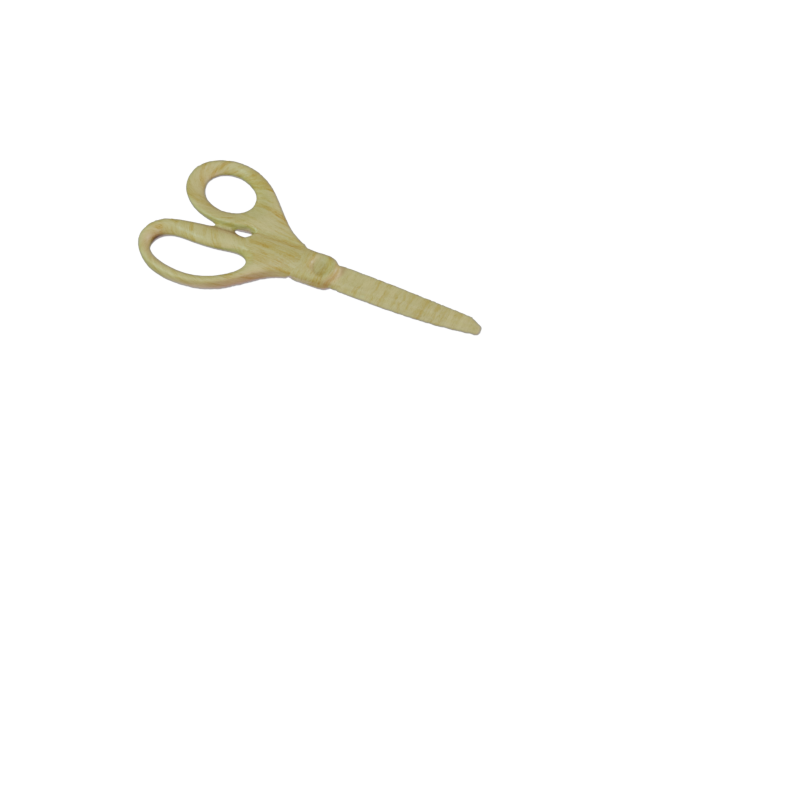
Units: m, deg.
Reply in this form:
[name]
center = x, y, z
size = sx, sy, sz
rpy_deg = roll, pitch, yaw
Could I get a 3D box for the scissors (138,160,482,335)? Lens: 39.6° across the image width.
[scissors]
center = -0.051, -0.093, 0.650
size = 0.203, 0.102, 0.015
rpy_deg = 7, -30, 4
